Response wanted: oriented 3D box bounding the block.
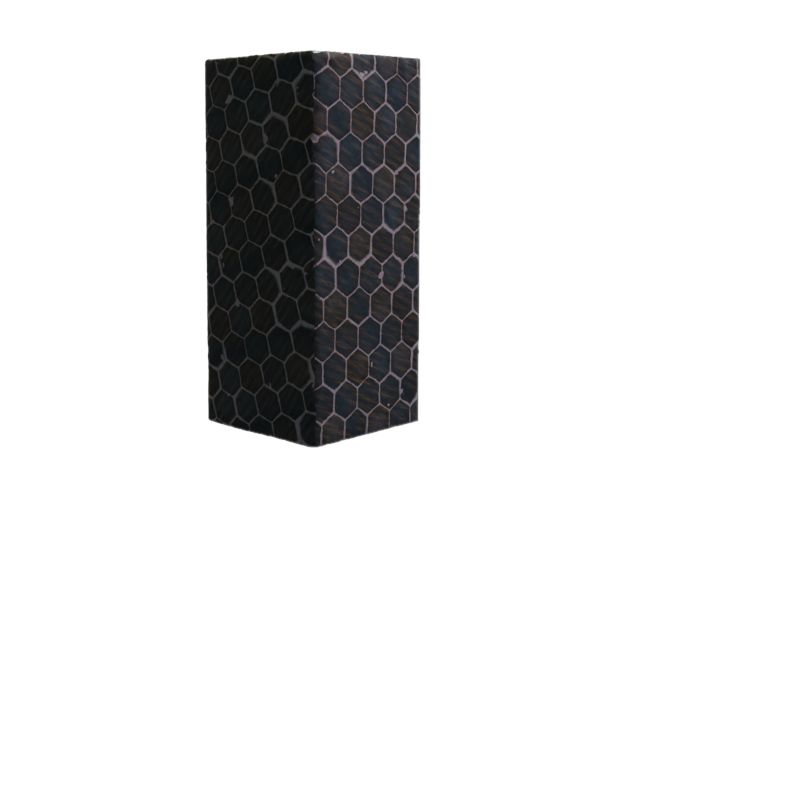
[{"bbox_3d":[-0.049,-0.090,0.628,0.094,0.204,0.088,6,8,43],"label":"block"}]
